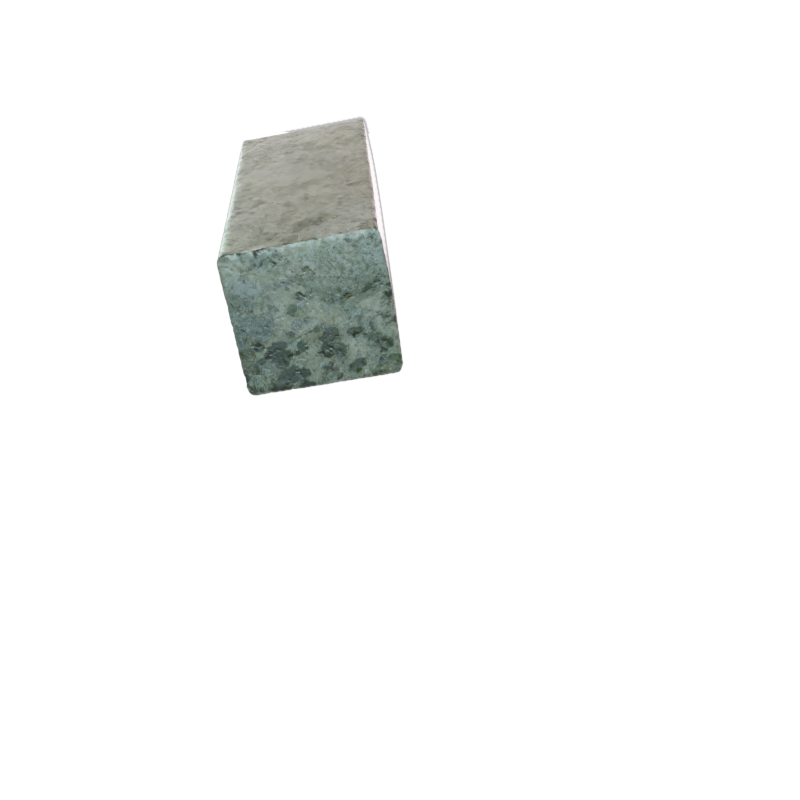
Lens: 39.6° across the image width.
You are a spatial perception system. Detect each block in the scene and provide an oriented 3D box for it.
[{"bbox_3d":[-0.054,-0.099,0.696,0.091,0.085,0.218,-10,29,2],"label":"block"}]
